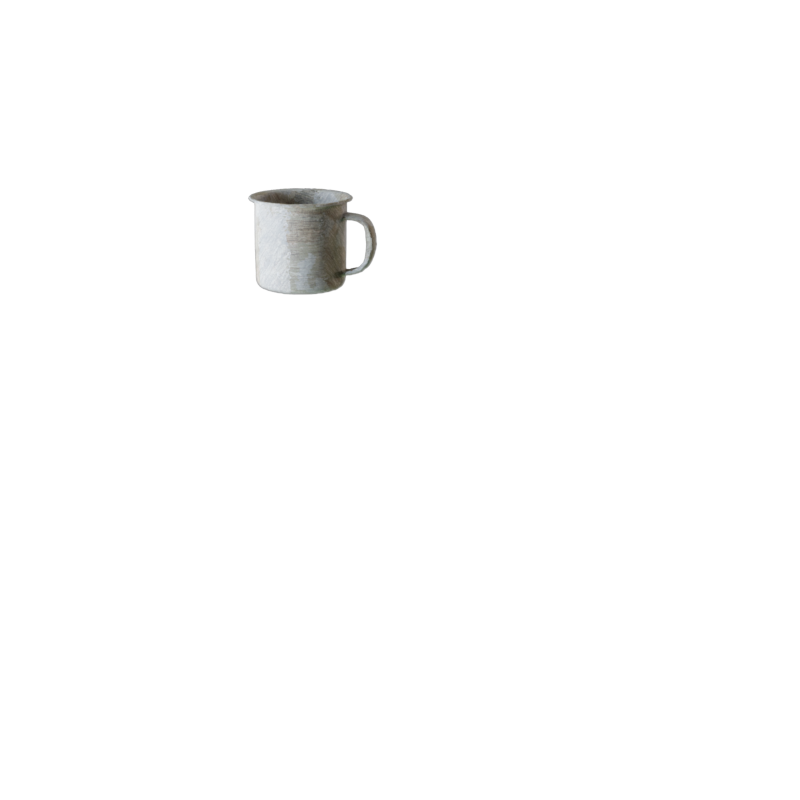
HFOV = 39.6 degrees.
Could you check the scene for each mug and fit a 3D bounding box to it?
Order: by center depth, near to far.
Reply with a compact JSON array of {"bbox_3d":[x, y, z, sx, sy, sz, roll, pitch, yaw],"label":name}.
[{"bbox_3d":[-0.077,-0.141,0.985,0.120,0.079,0.094,5,17,16],"label":"mug"}]
